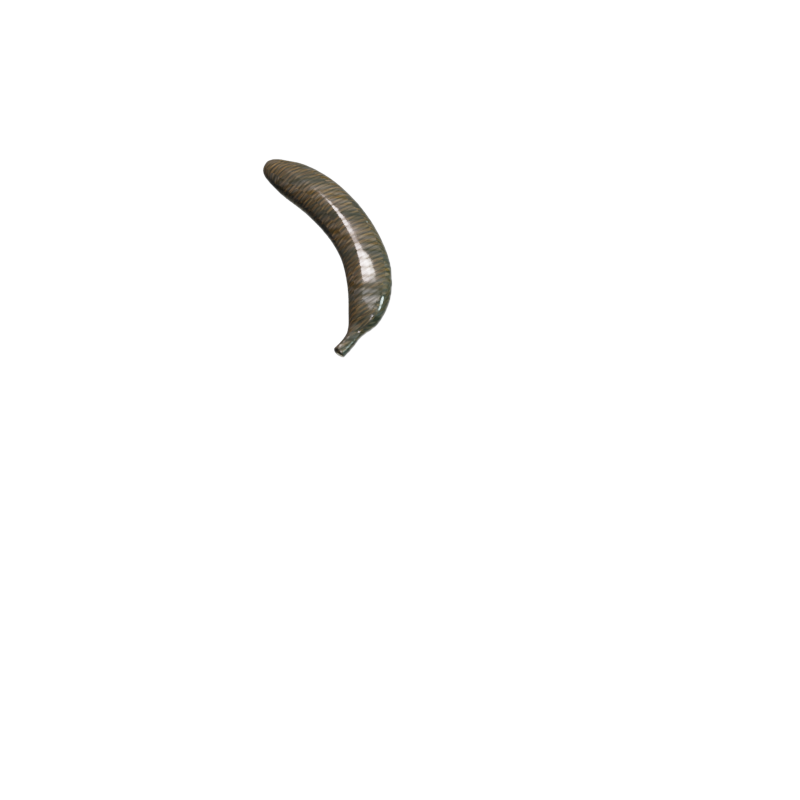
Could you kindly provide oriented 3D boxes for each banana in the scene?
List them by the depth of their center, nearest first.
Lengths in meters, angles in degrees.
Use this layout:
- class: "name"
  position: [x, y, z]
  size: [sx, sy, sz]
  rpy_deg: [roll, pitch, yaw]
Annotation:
- class: "banana"
  position: [-0.053, -0.133, 0.917]
  size: [0.069, 0.212, 0.034]
  rpy_deg: [-17, -30, -11]
